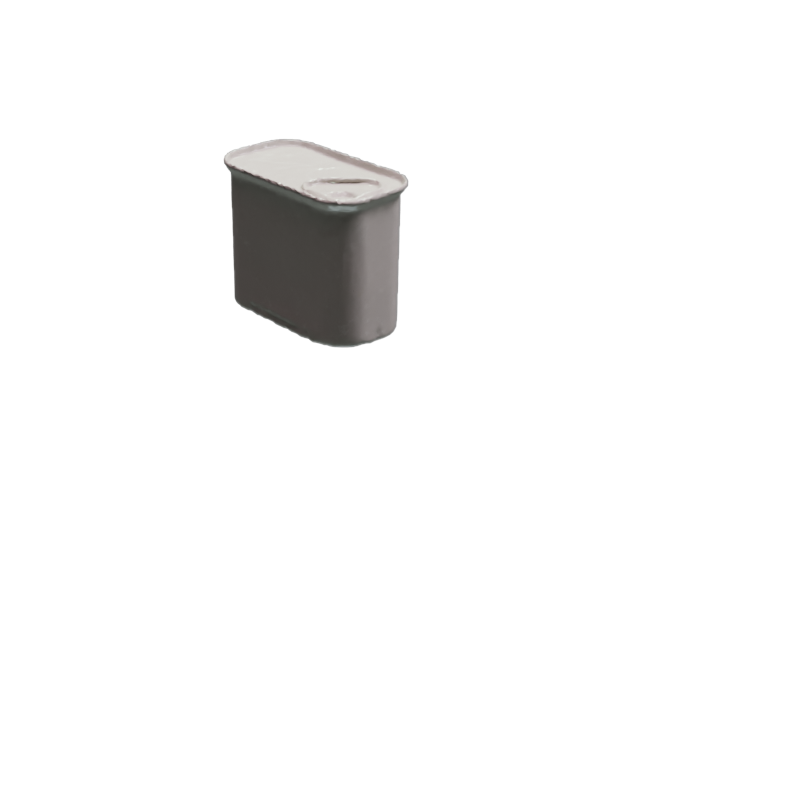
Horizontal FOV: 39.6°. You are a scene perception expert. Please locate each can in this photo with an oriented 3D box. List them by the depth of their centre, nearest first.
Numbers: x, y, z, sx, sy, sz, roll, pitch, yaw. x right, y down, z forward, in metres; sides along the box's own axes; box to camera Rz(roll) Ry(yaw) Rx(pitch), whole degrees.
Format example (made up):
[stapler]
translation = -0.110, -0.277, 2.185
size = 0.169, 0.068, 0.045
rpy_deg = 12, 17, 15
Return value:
[can]
translation = -0.046, -0.084, 0.587
size = 0.057, 0.079, 0.109
rpy_deg = -22, 35, -39
